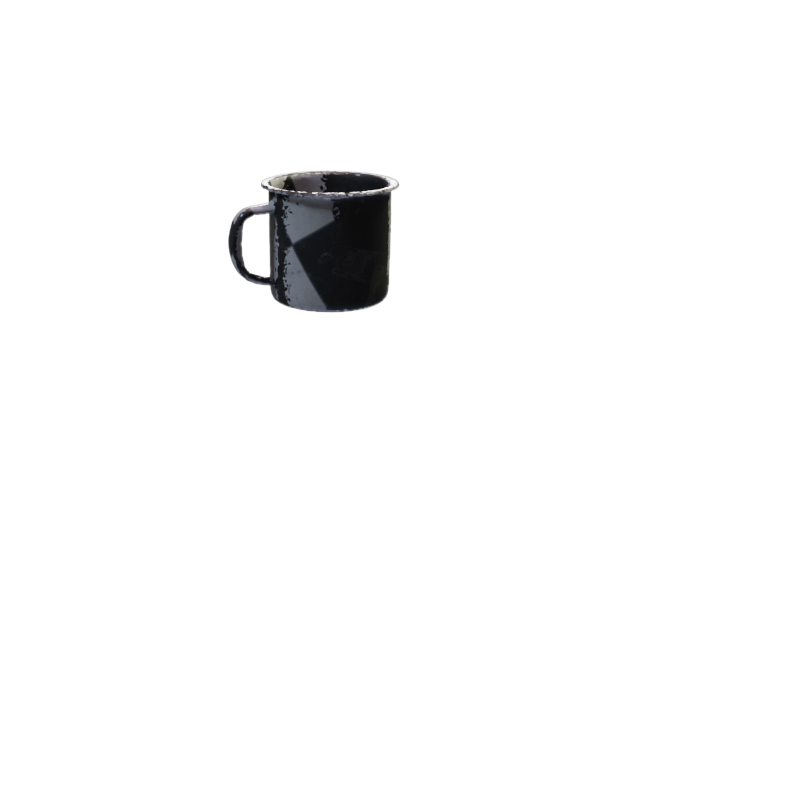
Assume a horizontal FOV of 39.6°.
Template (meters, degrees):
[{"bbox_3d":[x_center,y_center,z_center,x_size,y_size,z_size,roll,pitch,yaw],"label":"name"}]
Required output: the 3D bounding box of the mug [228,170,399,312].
[{"bbox_3d":[-0.059,-0.107,0.749,0.114,0.079,0.099,-8,19,-23],"label":"mug"}]
